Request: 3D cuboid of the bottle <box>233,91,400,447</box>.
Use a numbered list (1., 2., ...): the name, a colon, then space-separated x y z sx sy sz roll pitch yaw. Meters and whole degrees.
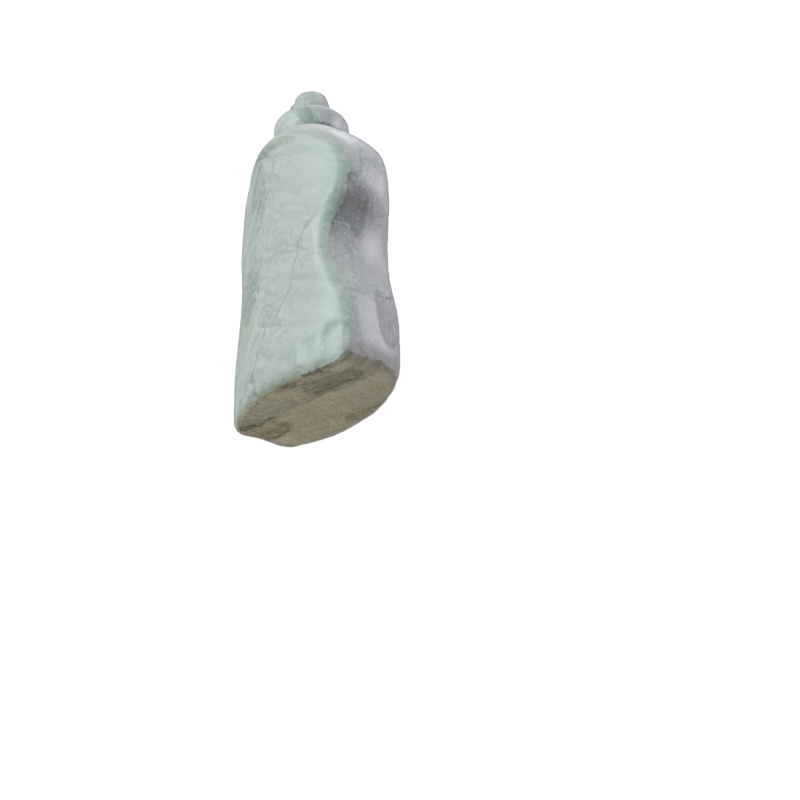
1. bottle: -0.045 -0.081 0.565 0.055 0.205 0.095 20 -38 -31
